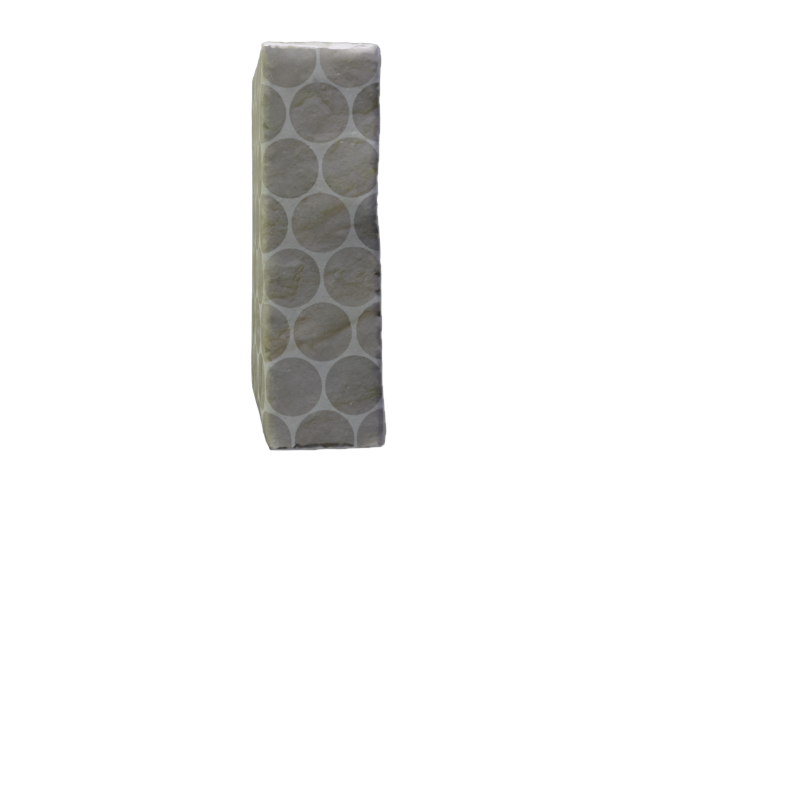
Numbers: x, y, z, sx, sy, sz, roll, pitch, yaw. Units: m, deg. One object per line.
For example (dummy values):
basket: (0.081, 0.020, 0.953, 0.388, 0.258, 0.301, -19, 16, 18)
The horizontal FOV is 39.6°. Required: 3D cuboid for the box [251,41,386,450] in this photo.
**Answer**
box: (-0.051, -0.093, 0.654, 0.071, 0.212, 0.168, 0, 6, -9)
